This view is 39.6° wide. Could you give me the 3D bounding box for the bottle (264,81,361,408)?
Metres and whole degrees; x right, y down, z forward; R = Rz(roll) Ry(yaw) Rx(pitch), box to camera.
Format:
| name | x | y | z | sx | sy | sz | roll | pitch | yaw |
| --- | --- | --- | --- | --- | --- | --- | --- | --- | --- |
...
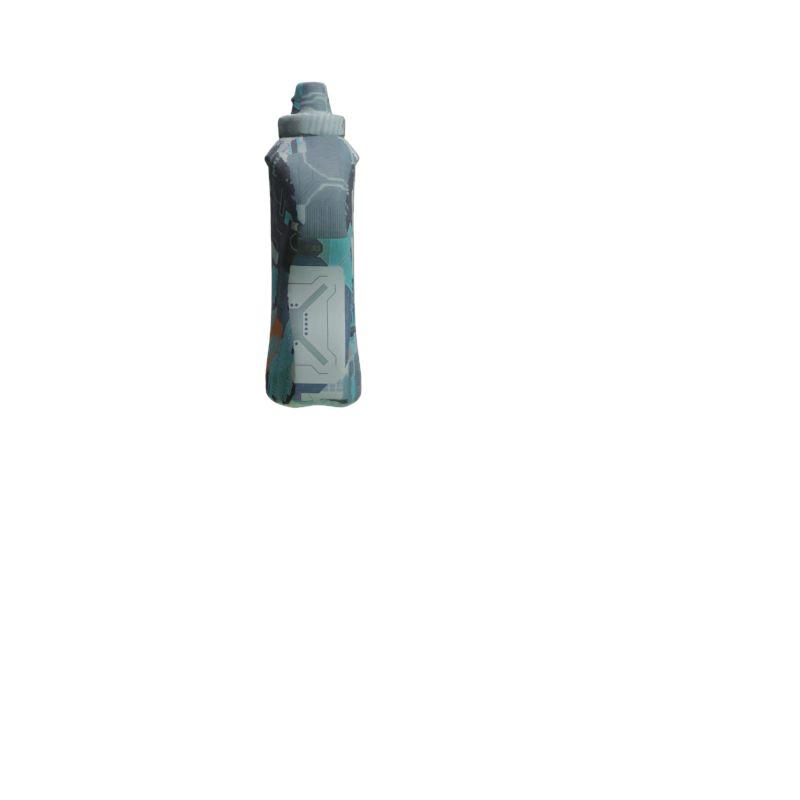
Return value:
| name | x | y | z | sx | sy | sz | roll | pitch | yaw |
| --- | --- | --- | --- | --- | --- | --- | --- | --- | --- |
| bottle | -0.053 | -0.096 | 0.671 | 0.058 | 0.192 | 0.097 | 0 | 1 | -5 |
